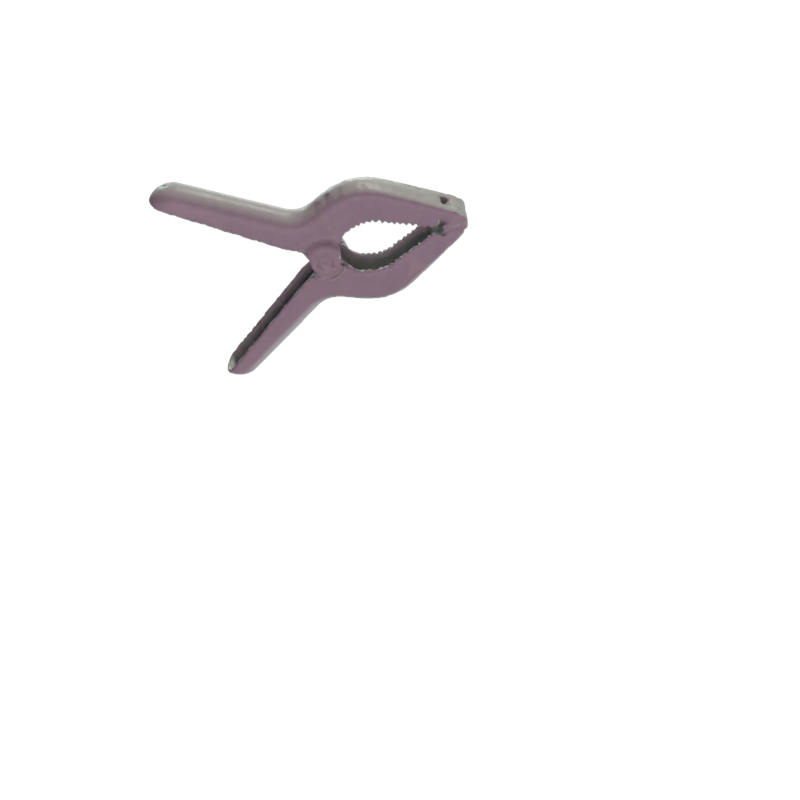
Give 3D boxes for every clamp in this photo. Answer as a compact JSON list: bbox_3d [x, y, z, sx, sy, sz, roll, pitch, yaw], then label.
[{"bbox_3d":[-0.060,-0.110,0.769,0.211,0.153,0.039,-20,34,13],"label":"clamp"}]
